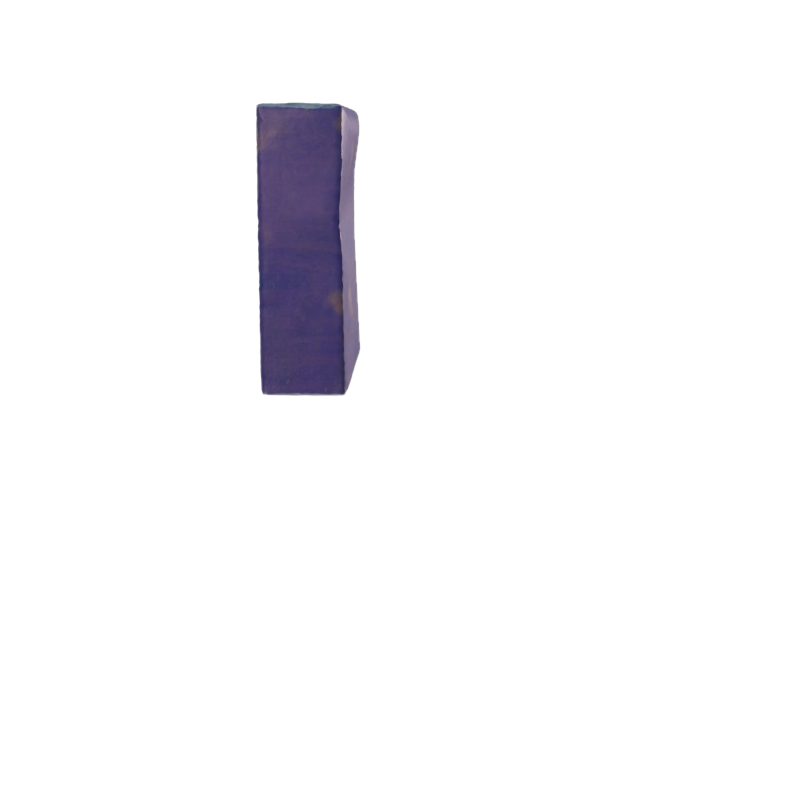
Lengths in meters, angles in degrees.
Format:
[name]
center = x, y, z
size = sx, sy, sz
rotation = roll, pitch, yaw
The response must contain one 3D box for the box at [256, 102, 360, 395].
[box]
center = -0.069, -0.125, 0.878
size = 0.072, 0.210, 0.166
rotation = 1, 8, 1
